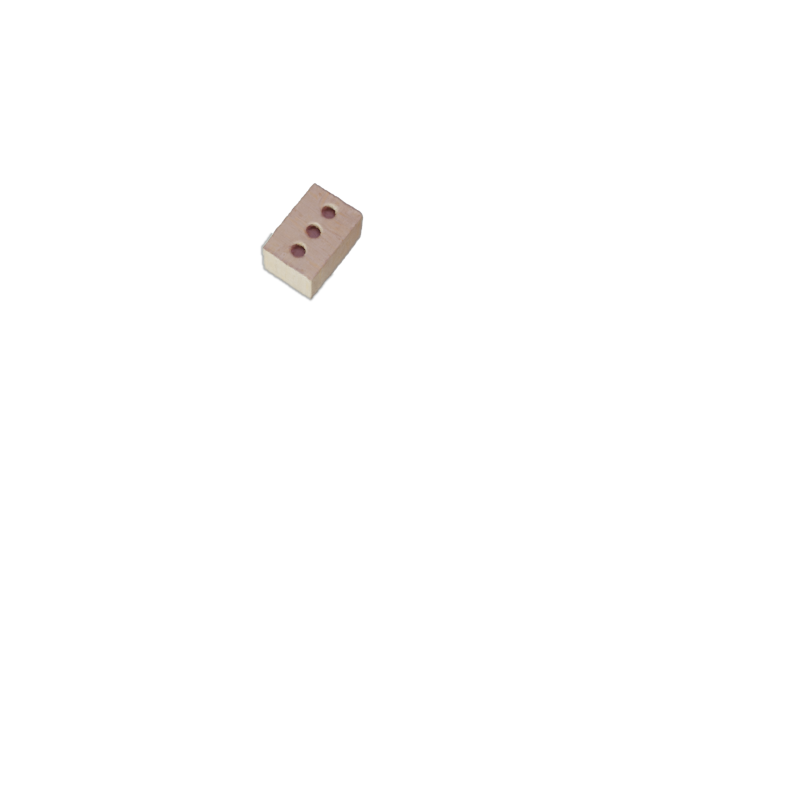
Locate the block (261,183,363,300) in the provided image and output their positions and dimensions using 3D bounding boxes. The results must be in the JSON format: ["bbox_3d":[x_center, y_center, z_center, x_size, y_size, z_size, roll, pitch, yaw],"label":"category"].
[{"bbox_3d":[-0.074,-0.136,0.951,0.054,0.079,0.049,33,-18,9],"label":"block"}]
